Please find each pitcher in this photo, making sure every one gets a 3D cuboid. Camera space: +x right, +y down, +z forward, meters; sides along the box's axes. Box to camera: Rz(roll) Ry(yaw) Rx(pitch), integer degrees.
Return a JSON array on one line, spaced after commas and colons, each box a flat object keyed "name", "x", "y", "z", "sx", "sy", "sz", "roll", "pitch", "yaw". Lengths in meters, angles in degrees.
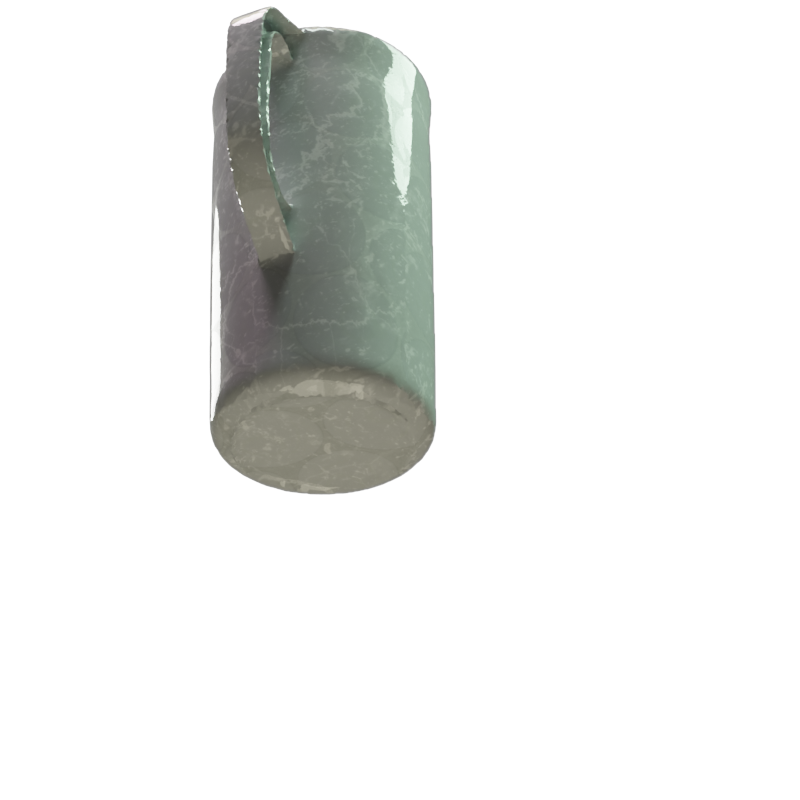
[{"name": "pitcher", "x": -0.046, "y": -0.085, "z": 0.594, "sx": 0.144, "sy": 0.261, "sz": 0.140, "roll": 15, "pitch": -42, "yaw": -21}]
